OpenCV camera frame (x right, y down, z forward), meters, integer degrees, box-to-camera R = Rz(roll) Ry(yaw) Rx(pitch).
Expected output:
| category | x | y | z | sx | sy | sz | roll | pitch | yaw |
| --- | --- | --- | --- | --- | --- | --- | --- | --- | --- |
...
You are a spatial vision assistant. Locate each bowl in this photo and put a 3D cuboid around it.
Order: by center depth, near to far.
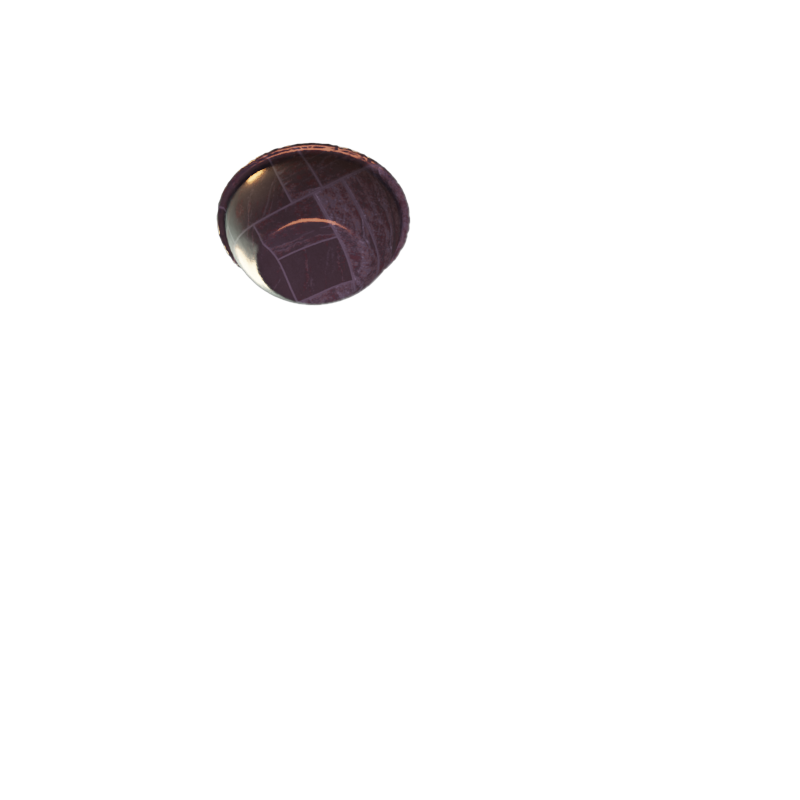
| category | x | y | z | sx | sy | sz | roll | pitch | yaw |
| --- | --- | --- | --- | --- | --- | --- | --- | --- | --- |
| bowl | -0.071 | -0.129 | 0.906 | 0.162 | 0.151 | 0.059 | 1 | 43 | -1 |
